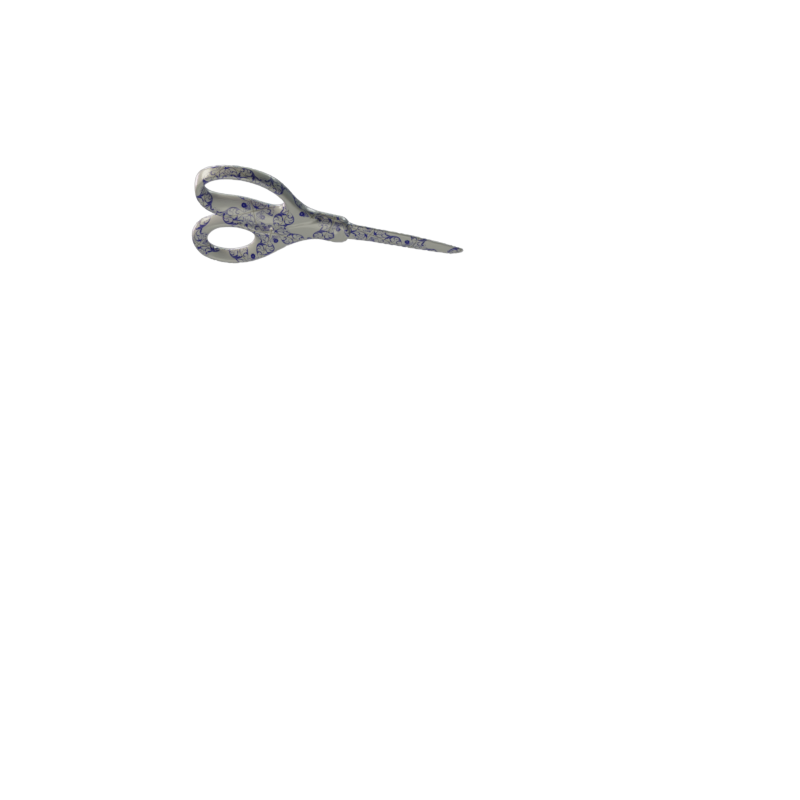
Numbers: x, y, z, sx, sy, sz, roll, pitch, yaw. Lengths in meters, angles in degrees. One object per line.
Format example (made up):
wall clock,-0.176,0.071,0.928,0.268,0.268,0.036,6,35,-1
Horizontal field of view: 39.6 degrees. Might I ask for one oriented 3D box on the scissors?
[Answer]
scissors,-0.063,-0.115,0.807,0.193,0.017,0.094,20,-43,-23
